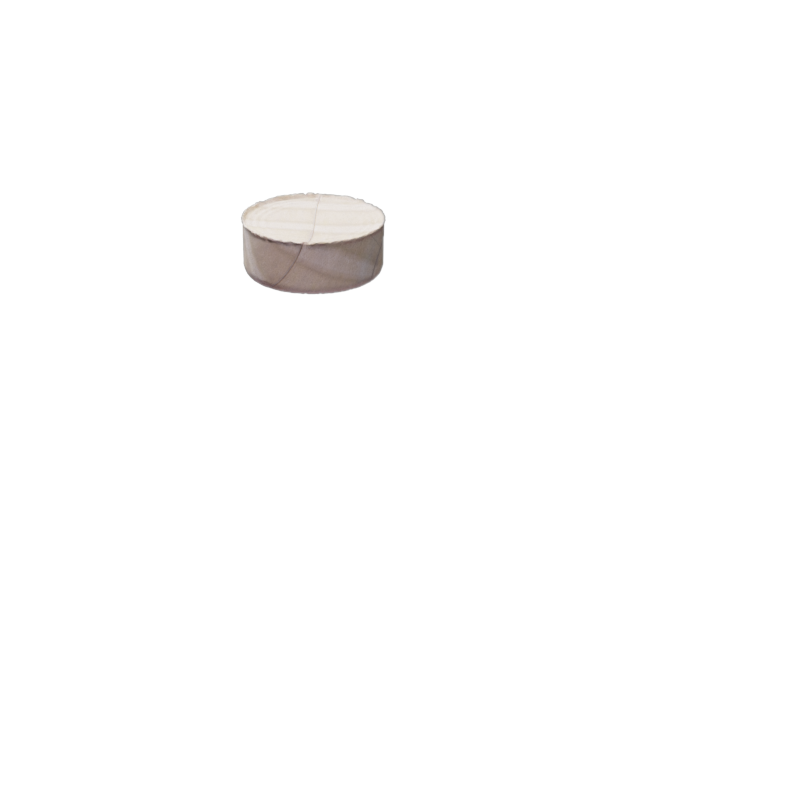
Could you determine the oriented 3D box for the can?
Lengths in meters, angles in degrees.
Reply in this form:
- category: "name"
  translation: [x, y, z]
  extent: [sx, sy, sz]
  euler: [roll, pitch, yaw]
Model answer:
- category: "can"
  translation: [-0.052, -0.095, 0.664]
  extent: [0.086, 0.032, 0.091]
  euler: [-1, 27, -2]
